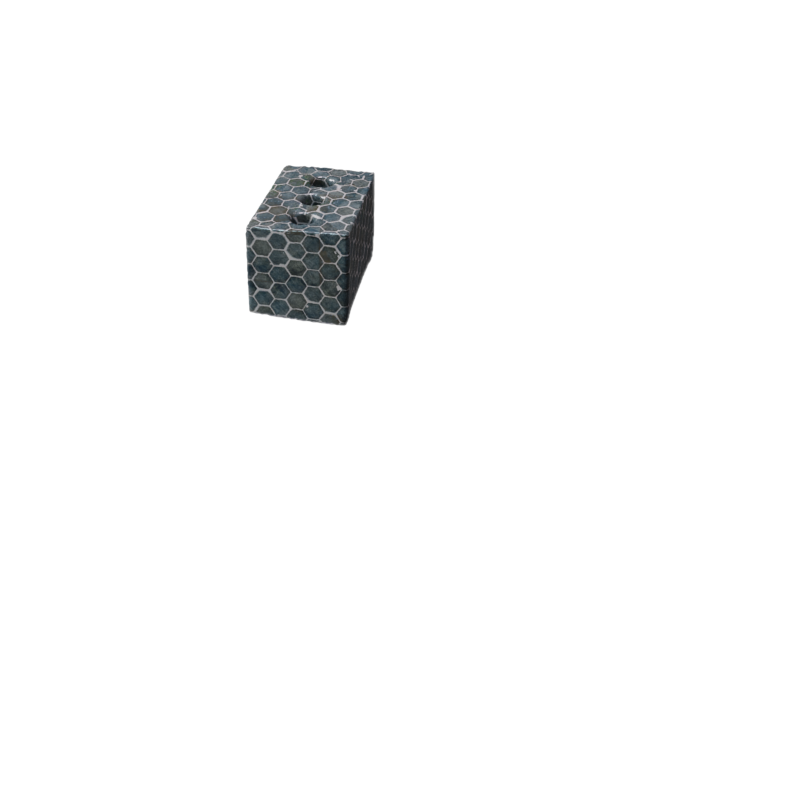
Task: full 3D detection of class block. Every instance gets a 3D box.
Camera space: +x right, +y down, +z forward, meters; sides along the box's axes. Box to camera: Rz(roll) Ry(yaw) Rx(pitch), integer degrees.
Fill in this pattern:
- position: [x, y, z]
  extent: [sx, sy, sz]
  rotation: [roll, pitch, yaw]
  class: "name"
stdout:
- position: [-0.045, -0.083, 0.580]
  extent: [0.053, 0.048, 0.082]
  rotation: [6, 33, 7]
  class: "block"
